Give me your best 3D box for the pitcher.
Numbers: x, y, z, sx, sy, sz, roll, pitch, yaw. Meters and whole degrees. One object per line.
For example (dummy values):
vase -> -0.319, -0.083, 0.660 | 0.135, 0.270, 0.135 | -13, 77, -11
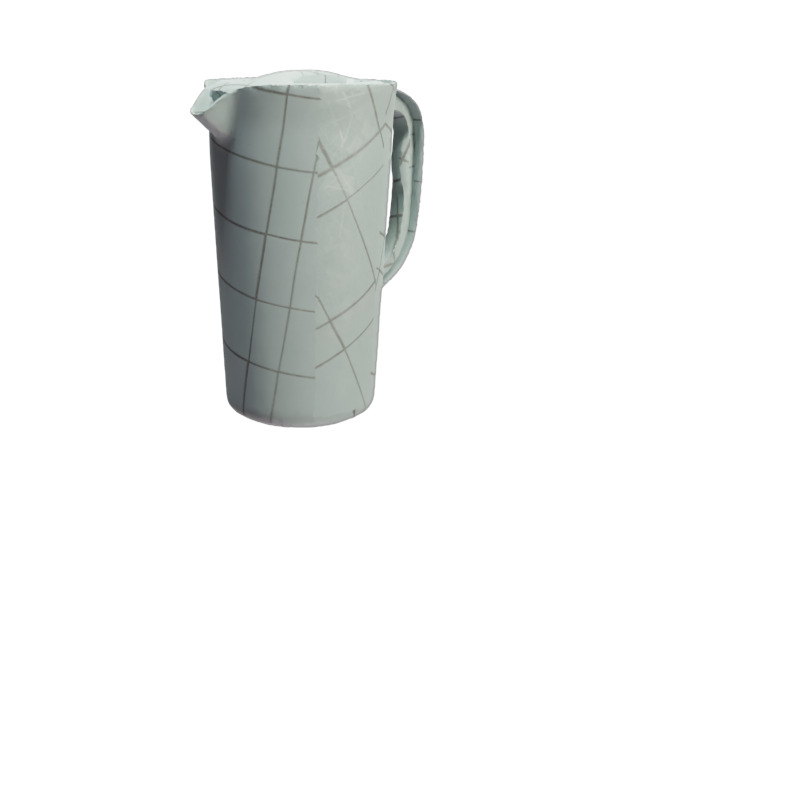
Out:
pitcher -> -0.062, -0.113, 0.791 | 0.151, 0.236, 0.148 | 2, 13, 6
